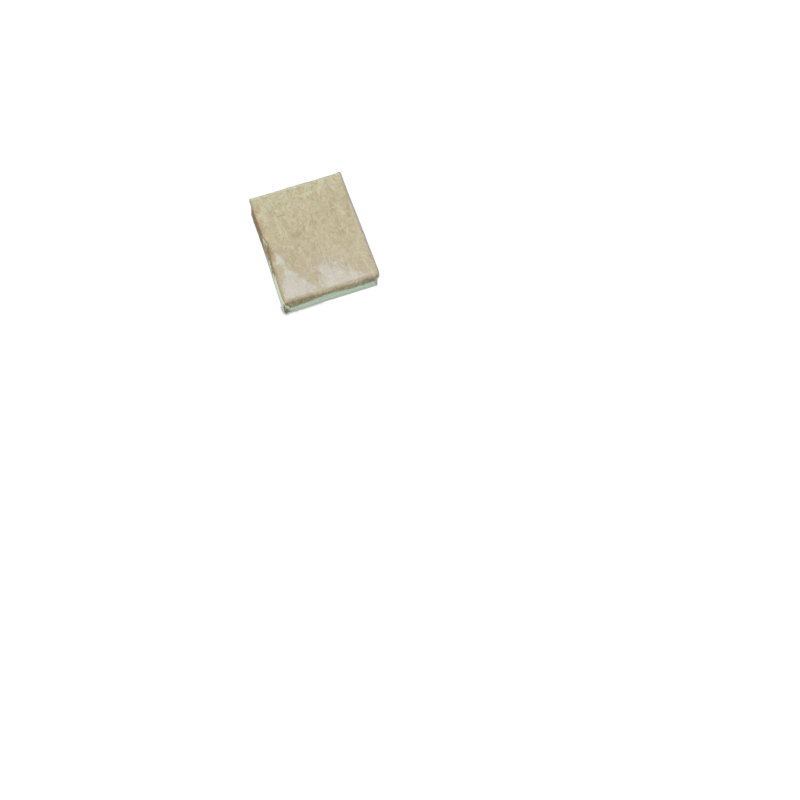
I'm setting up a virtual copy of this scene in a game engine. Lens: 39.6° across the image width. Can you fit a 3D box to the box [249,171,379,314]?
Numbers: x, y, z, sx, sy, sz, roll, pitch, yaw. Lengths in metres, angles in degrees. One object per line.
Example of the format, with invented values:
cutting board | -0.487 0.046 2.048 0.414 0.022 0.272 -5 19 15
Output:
box | -0.064 -0.117 0.819 0.073 0.094 0.029 -18 -19 -7
